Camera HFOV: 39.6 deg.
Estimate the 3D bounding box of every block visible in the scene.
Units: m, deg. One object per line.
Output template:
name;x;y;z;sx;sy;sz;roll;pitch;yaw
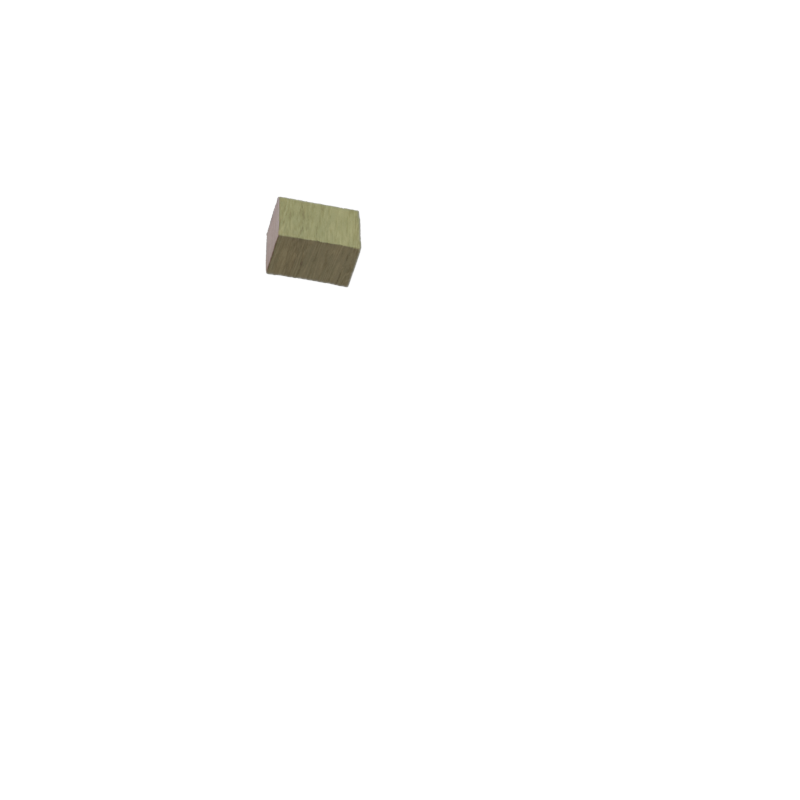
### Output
block;-0.078;-0.143;0.999;0.076;0.055;0.050;10;-44;-12
